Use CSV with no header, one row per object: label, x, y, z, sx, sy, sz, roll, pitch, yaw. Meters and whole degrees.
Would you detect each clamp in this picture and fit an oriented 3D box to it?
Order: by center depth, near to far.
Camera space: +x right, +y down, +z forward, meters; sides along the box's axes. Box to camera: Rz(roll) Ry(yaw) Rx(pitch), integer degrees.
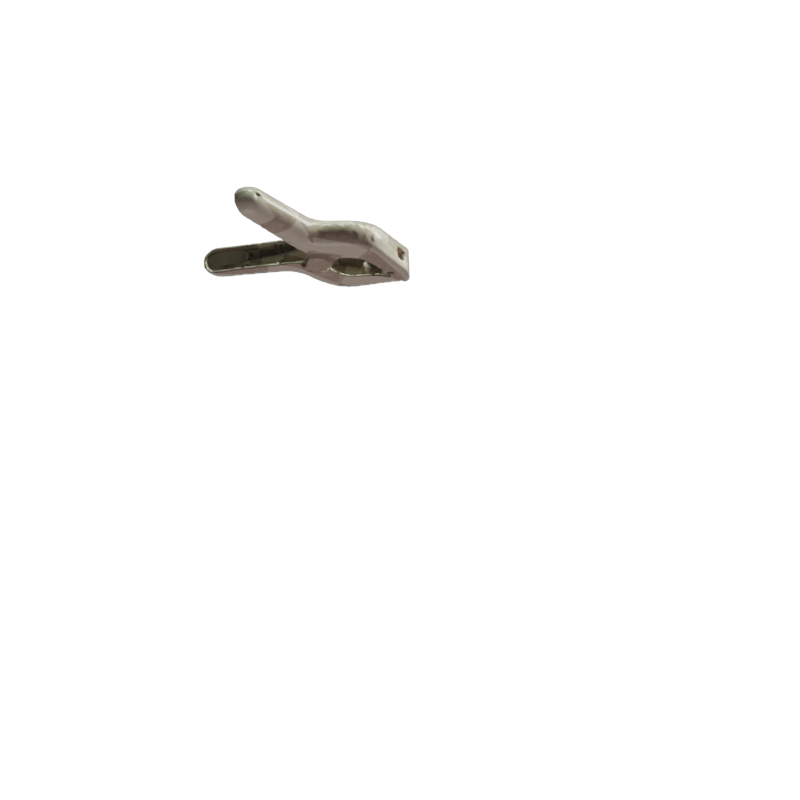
clamp,-0.071,-0.129,0.903,0.169,0.041,0.116,3,-18,-10
